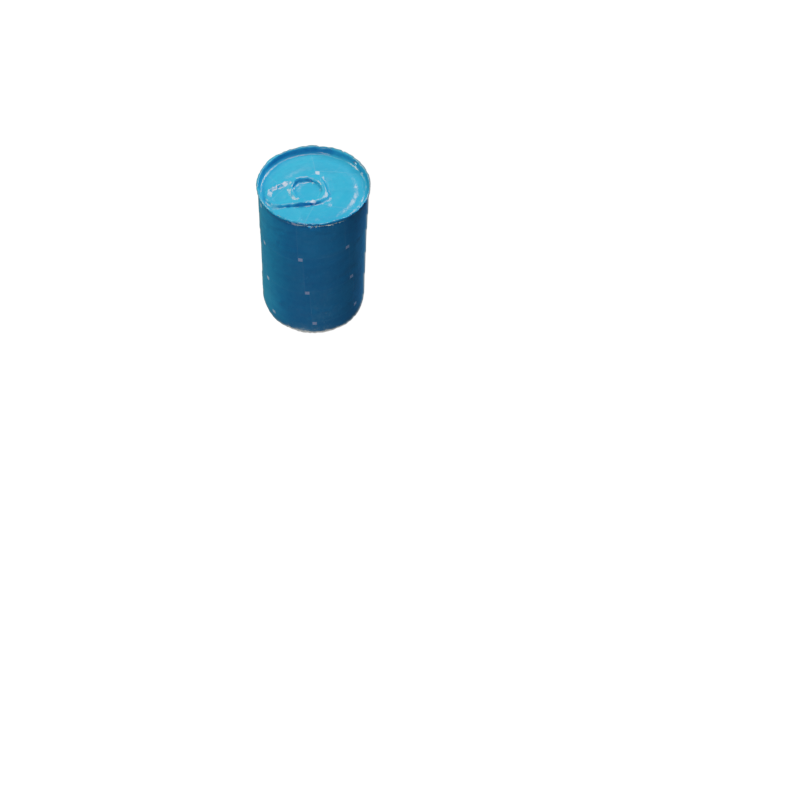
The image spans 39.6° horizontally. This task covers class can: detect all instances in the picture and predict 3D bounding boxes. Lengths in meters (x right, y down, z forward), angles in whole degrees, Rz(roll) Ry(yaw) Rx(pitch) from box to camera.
[{"bbox_3d":[-0.054,-0.099,0.691,0.068,0.073,0.095,0,-39,-3],"label":"can"}]
